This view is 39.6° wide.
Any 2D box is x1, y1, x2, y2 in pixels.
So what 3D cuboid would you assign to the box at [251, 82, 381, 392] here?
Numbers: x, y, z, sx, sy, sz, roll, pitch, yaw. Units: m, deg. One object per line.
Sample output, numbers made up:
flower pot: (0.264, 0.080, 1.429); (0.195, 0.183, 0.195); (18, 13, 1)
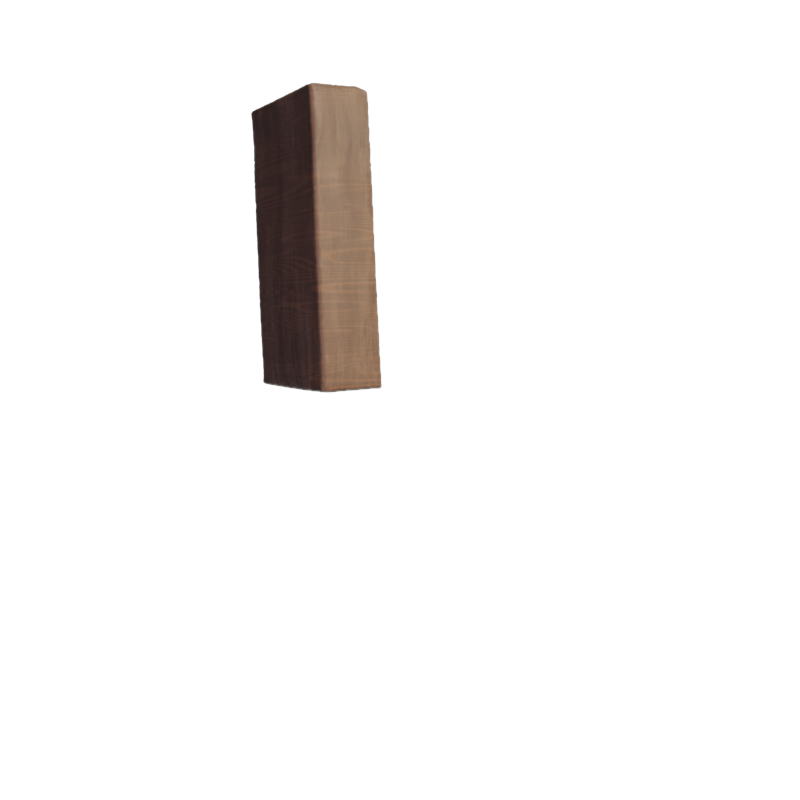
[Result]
box: (-0.052, -0.096, 0.671); (0.046, 0.178, 0.096); (2, -3, -28)
